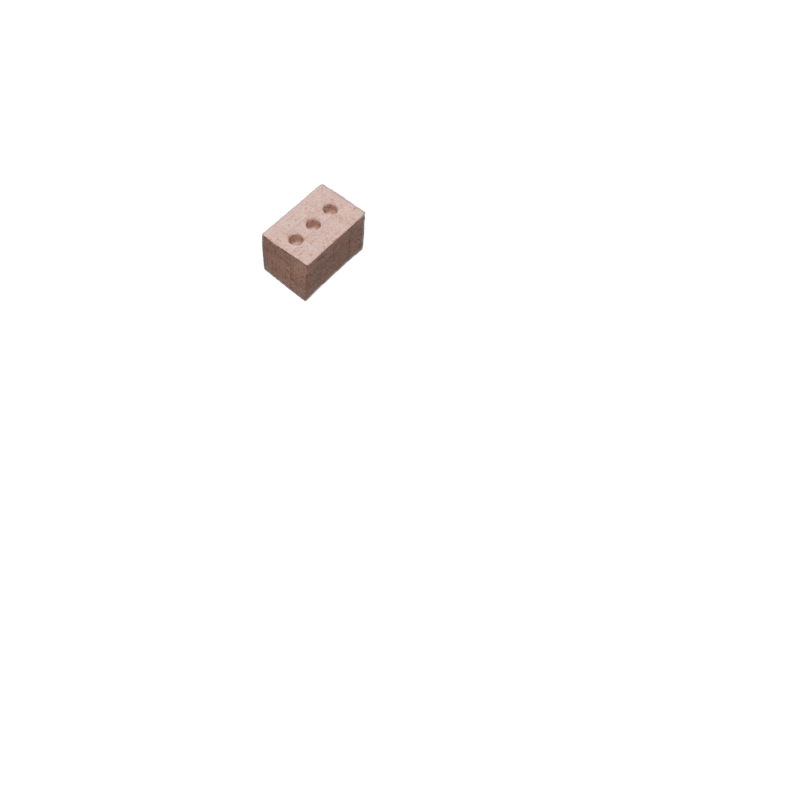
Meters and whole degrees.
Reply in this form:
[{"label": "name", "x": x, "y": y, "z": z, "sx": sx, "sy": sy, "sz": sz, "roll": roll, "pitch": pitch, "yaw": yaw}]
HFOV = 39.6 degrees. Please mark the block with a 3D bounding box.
[{"label": "block", "x": -0.075, "y": -0.136, "z": 0.956, "sx": 0.055, "sy": 0.079, "sz": 0.048, "roll": 35, "pitch": -28, "yaw": 19}]
